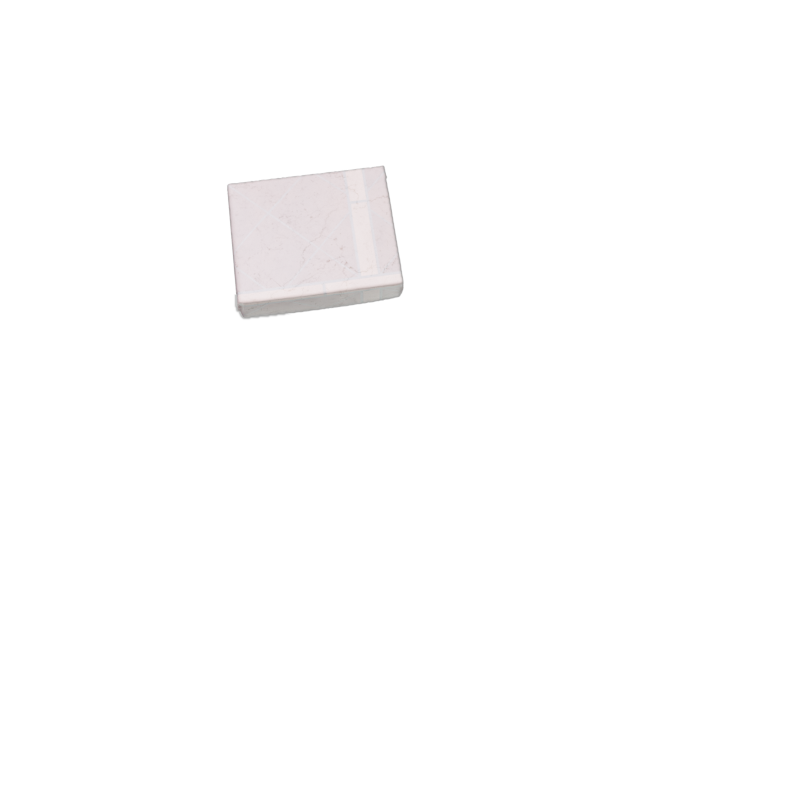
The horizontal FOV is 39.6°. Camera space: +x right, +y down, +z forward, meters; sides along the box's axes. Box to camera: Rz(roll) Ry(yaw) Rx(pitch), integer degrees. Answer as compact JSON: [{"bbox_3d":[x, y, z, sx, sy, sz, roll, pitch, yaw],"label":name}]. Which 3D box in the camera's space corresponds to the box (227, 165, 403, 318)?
[{"bbox_3d":[-0.060,-0.109,0.761,0.113,0.095,0.037,-7,-22,-3],"label":"box"}]
